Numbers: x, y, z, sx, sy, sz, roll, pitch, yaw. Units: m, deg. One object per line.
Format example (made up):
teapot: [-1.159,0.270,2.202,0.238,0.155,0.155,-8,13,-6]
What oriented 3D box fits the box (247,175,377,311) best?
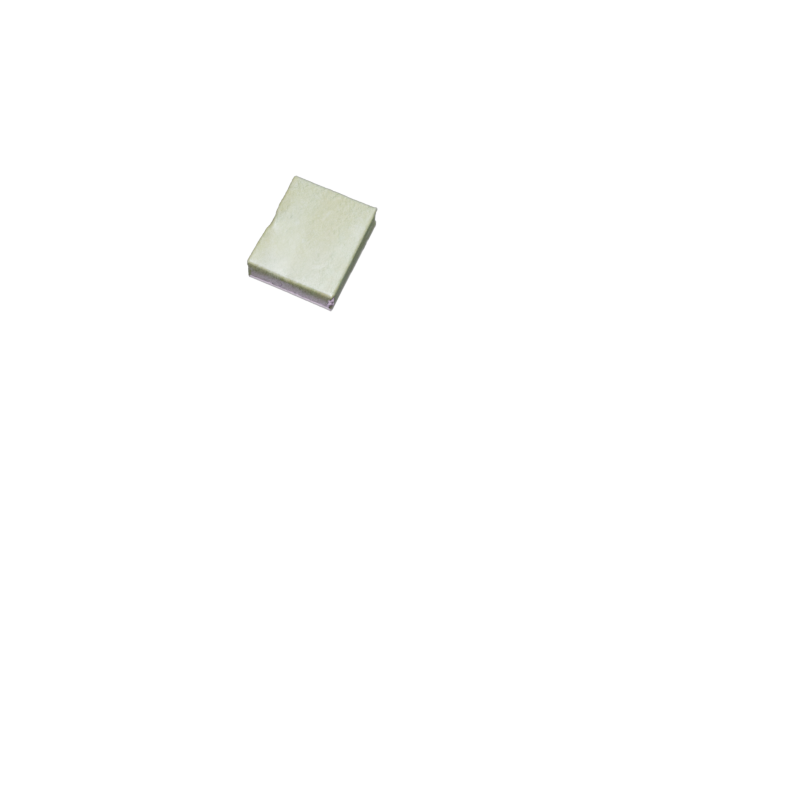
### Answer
box: [-0.068,-0.124,0.868,0.075,0.092,0.028,22,-24,10]
